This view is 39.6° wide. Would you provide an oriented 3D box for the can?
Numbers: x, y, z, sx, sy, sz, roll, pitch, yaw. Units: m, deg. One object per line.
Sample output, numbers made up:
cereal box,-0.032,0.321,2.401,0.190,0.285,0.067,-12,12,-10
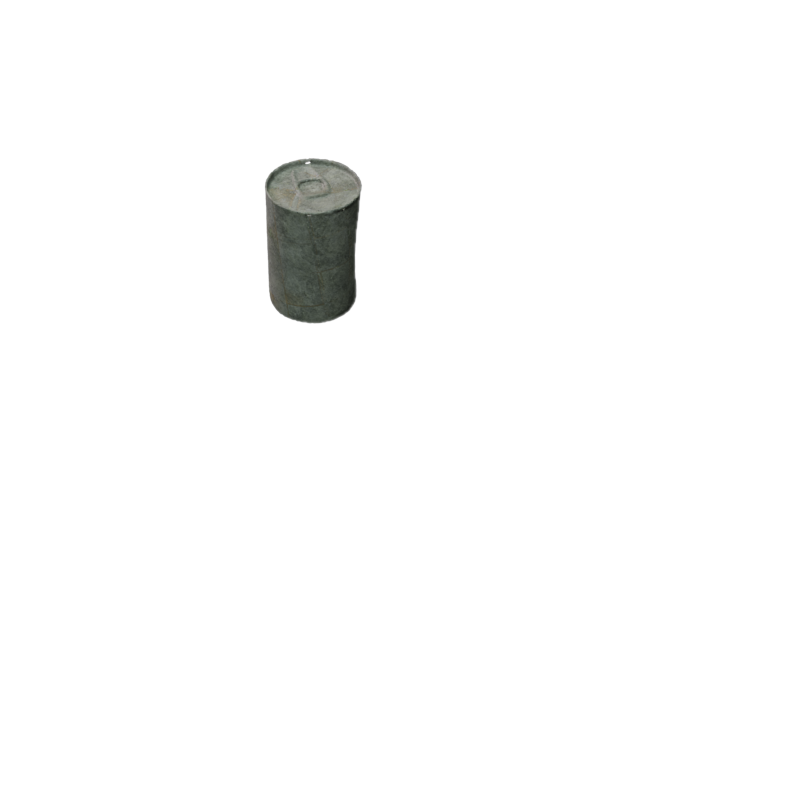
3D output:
can,-0.063,-0.115,0.805,0.068,0.095,0.073,0,41,-3
